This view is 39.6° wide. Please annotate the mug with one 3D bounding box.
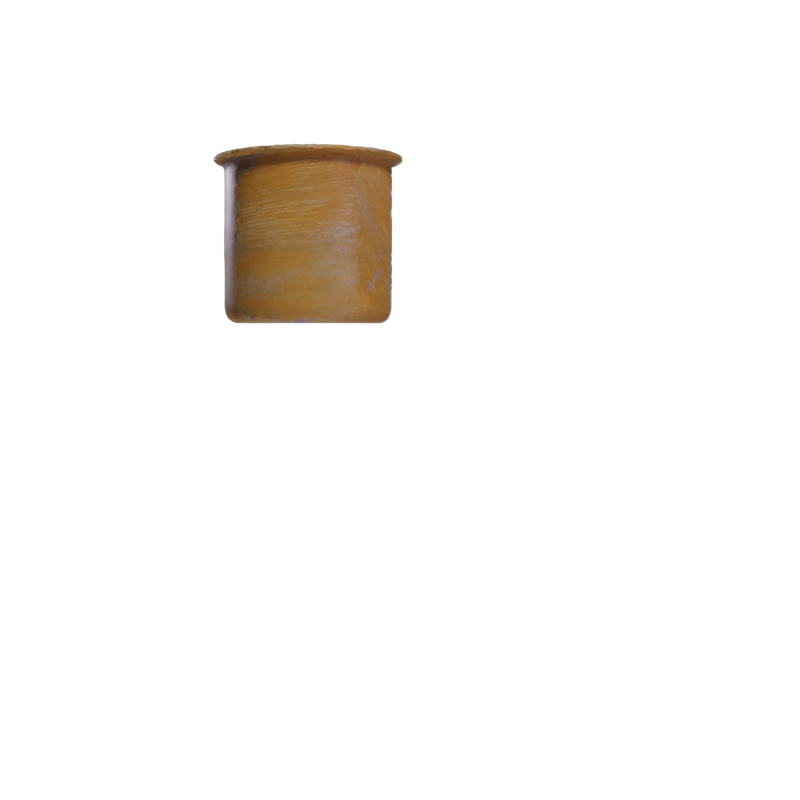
[{"bbox_3d":[-0.043,-0.079,0.555,0.094,0.082,0.115,0,2,9],"label":"mug"}]
